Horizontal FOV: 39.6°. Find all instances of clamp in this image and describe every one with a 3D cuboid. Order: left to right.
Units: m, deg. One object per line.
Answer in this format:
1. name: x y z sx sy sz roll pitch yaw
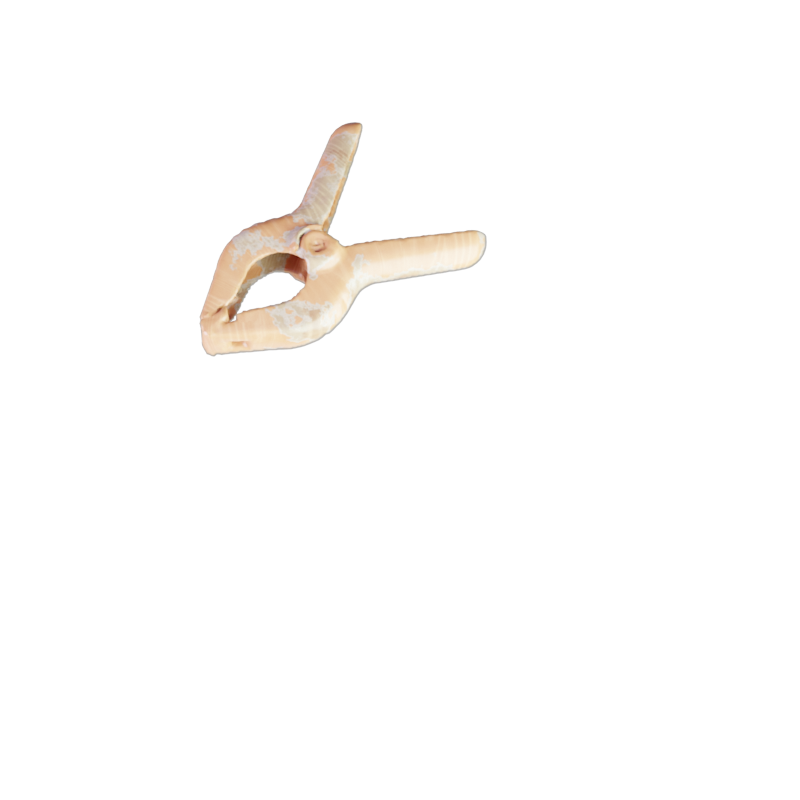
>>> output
1. clamp: -0.050 -0.091 0.638 0.171 0.129 0.037 -29 -31 -19
